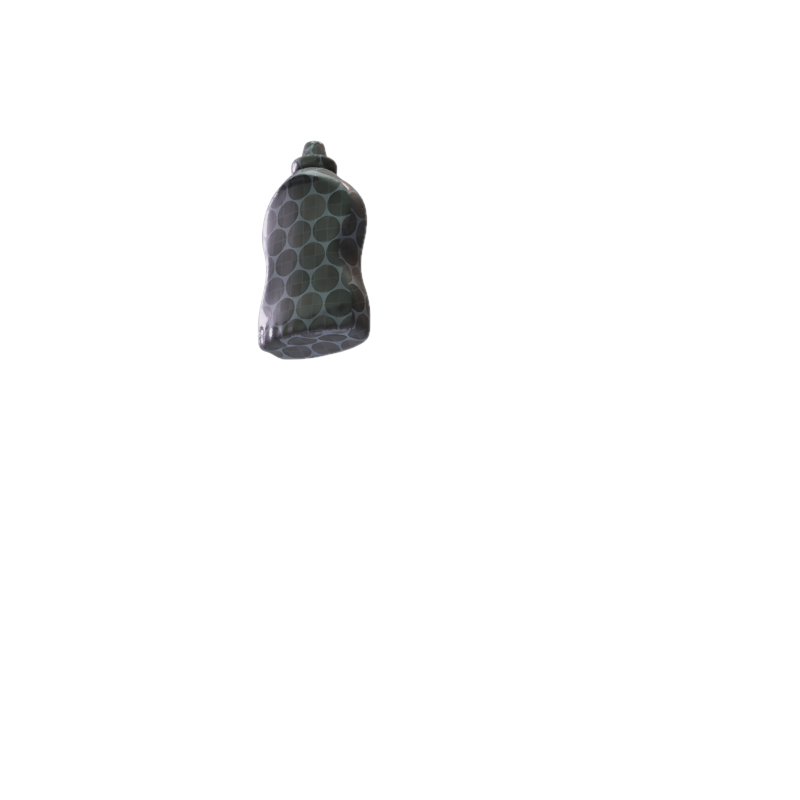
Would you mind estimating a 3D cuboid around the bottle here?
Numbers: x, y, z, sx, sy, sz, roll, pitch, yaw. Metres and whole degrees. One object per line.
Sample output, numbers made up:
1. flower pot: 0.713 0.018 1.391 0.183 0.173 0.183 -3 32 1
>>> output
1. bottle: -0.074 -0.135 0.950 0.097 0.202 0.054 -16 -27 30
